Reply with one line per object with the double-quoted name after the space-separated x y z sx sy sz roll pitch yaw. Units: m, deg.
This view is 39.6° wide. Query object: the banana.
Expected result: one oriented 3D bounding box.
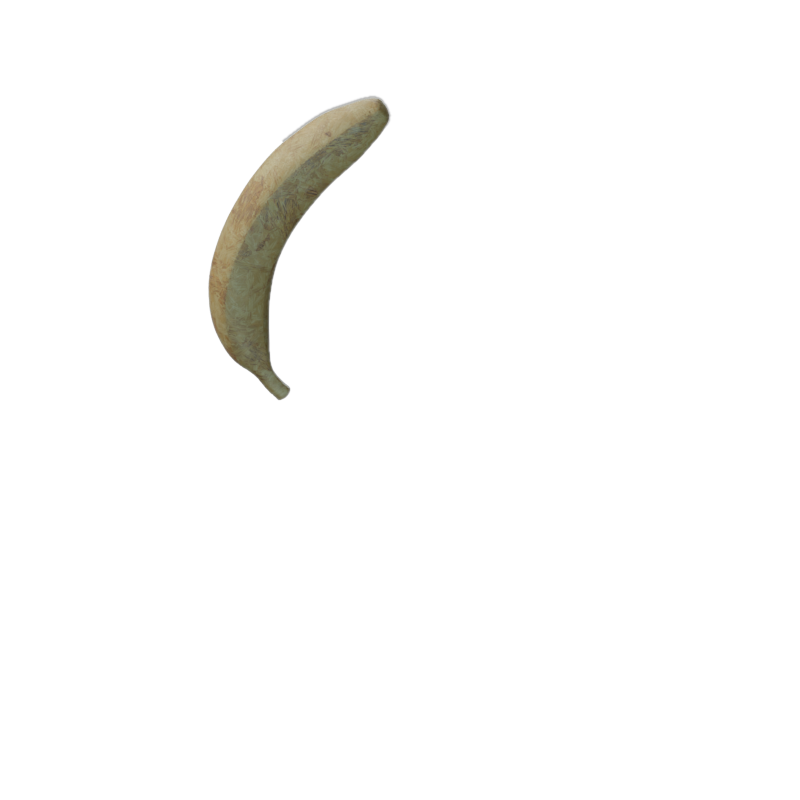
-0.069 -0.094 0.645 0.068 0.190 0.039 17 27 -10 "banana"
